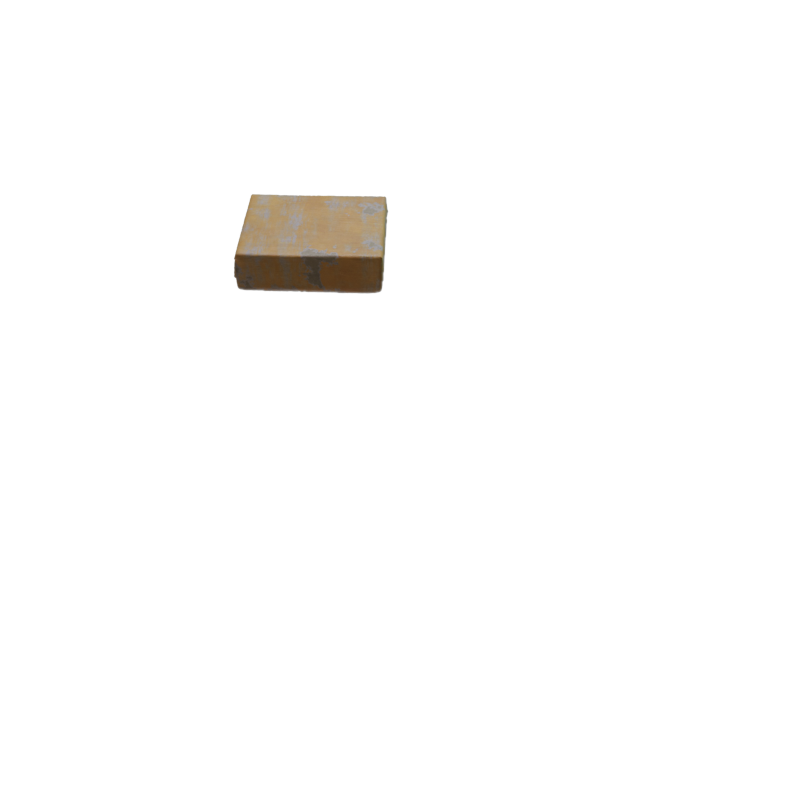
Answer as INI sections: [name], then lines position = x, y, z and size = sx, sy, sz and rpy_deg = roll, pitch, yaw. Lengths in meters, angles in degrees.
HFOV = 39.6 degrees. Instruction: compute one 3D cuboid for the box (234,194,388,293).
[box]
position = -0.068, -0.123, 0.864
size = 0.114, 0.036, 0.096
rpy_deg = 2, 39, 3
